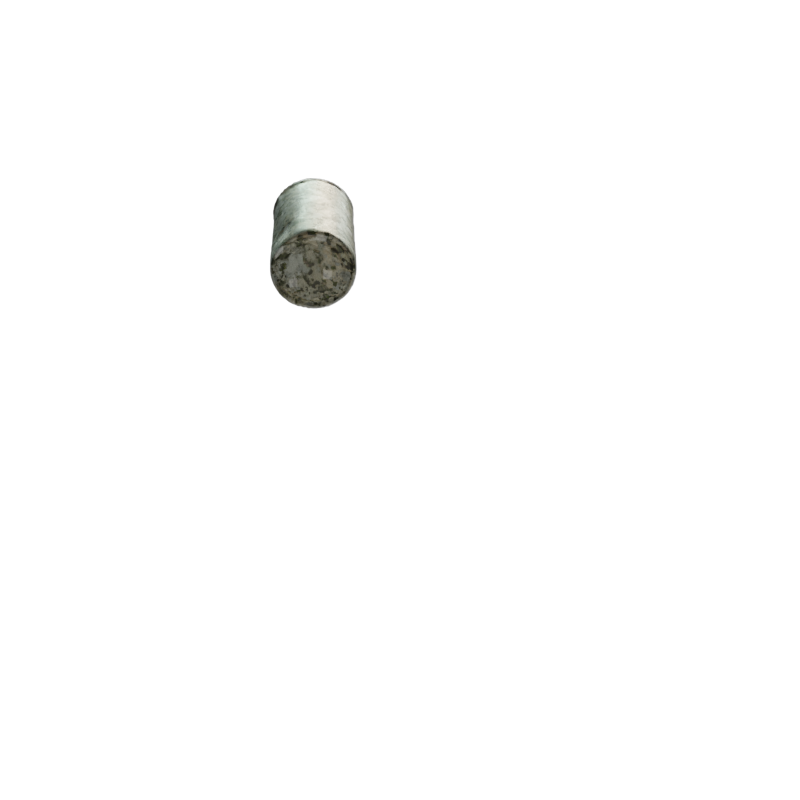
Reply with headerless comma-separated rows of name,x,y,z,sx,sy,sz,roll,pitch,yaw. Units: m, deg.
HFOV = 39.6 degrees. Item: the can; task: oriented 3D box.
can,-0.069,-0.127,0.887,0.068,0.064,0.109,-1,32,-3
